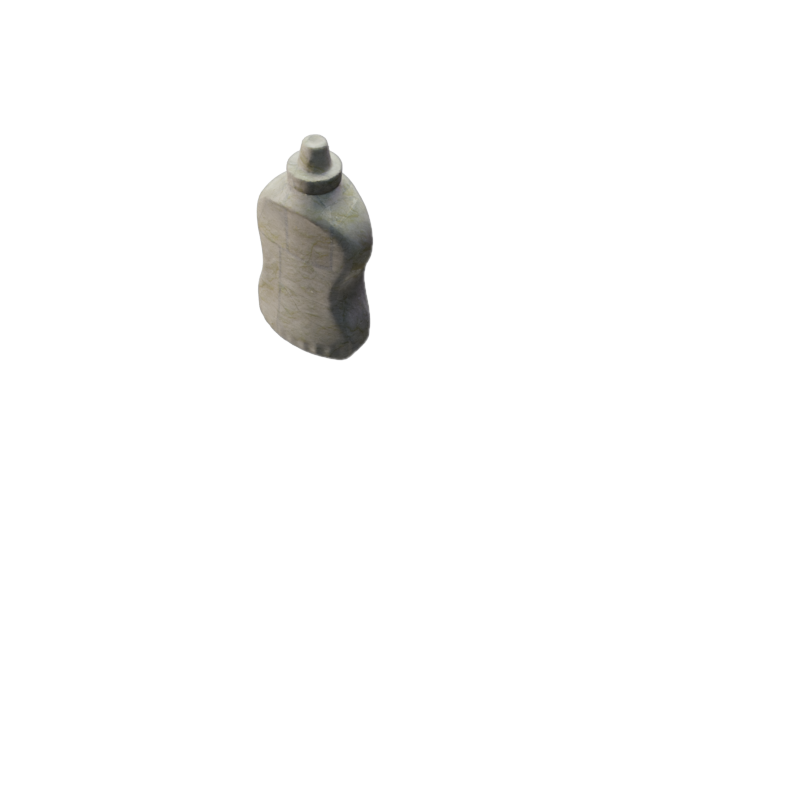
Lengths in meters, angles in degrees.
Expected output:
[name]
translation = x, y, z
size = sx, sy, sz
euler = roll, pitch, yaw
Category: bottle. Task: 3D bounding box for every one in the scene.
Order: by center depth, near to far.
[bottle]
translation = -0.066, -0.122, 0.850
size = 0.102, 0.179, 0.059
euler = 32, 52, 25
